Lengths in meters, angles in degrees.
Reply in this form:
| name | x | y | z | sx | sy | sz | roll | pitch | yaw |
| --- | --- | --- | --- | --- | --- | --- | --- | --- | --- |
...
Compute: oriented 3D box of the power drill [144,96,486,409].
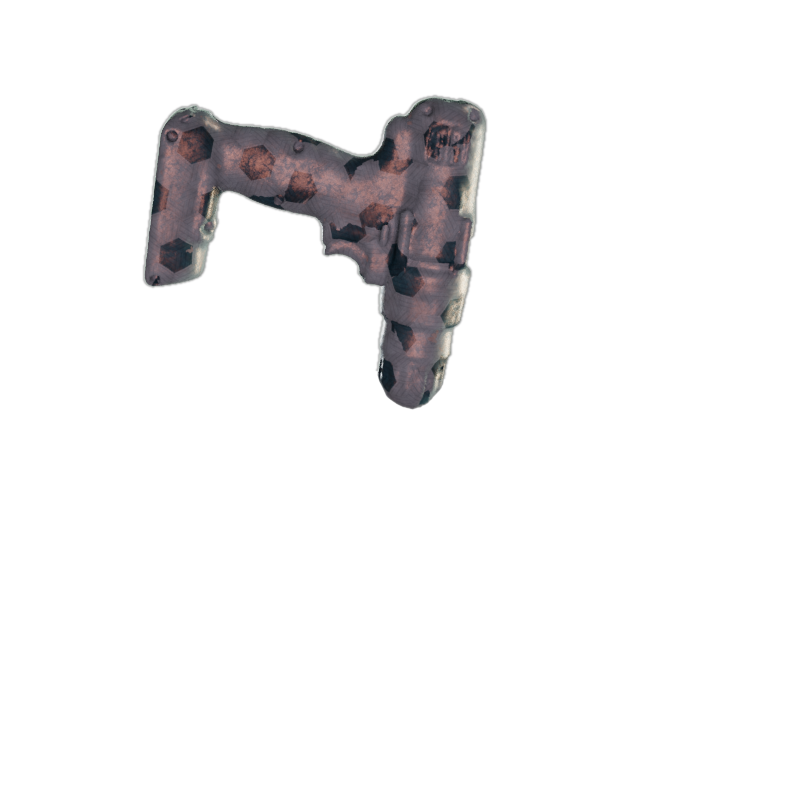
| name | x | y | z | sx | sy | sz | roll | pitch | yaw |
| --- | --- | --- | --- | --- | --- | --- | --- | --- | --- |
| power drill | -0.051 | -0.092 | 0.646 | 0.187 | 0.180 | 0.059 | 7 | 11 | -2 |
